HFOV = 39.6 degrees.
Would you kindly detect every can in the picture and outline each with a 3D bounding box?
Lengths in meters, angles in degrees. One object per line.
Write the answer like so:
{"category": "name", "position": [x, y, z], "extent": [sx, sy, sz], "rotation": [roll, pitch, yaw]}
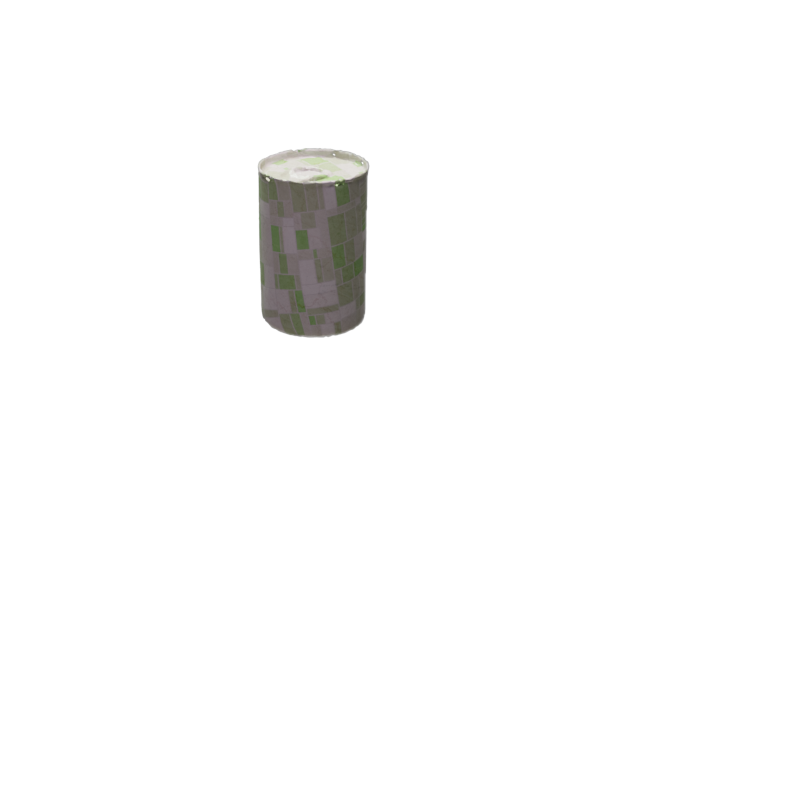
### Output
{"category": "can", "position": [-0.054, -0.099, 0.692], "extent": [0.068, 0.097, 0.072], "rotation": [0, 25, -2]}
